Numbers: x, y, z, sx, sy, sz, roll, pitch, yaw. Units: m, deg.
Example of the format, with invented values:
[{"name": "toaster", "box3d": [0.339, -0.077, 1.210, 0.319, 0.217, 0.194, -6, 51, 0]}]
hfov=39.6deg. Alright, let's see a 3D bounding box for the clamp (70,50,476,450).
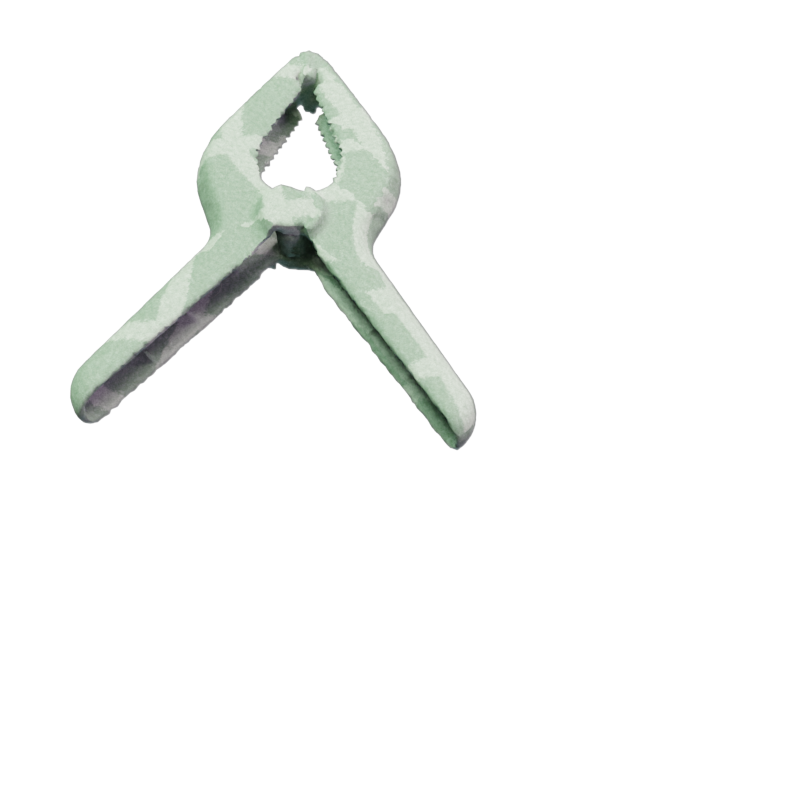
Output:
[{"name": "clamp", "box3d": [-0.039, -0.071, 0.499, 0.166, 0.222, 0.034, 9, -33, 5]}]
